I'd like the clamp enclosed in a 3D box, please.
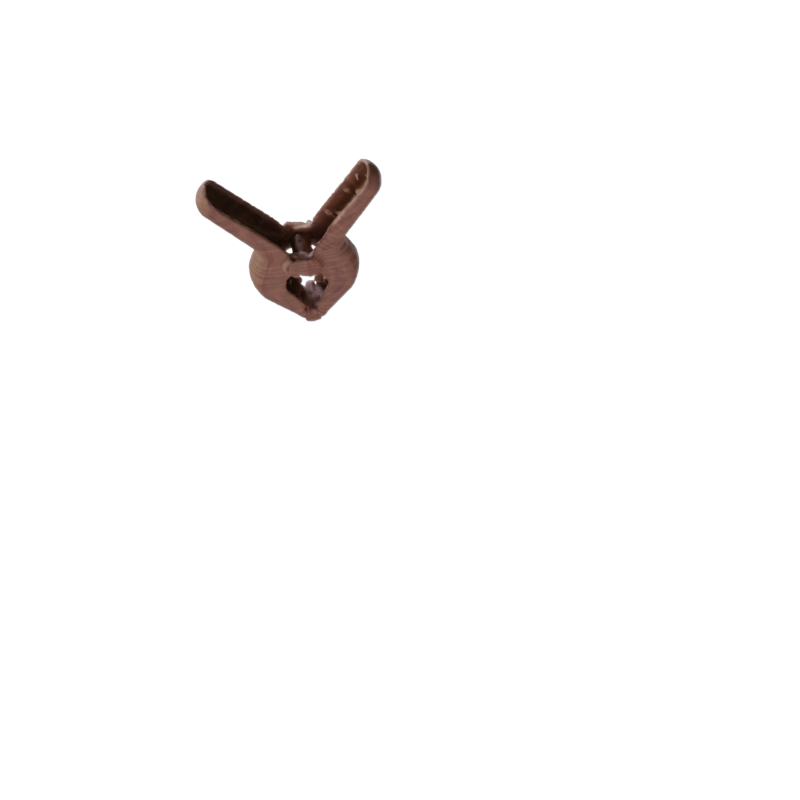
[{"bbox_3d":[-0.060,-0.110,0.772,0.121,0.042,0.160,-5,-25,11],"label":"clamp"}]
